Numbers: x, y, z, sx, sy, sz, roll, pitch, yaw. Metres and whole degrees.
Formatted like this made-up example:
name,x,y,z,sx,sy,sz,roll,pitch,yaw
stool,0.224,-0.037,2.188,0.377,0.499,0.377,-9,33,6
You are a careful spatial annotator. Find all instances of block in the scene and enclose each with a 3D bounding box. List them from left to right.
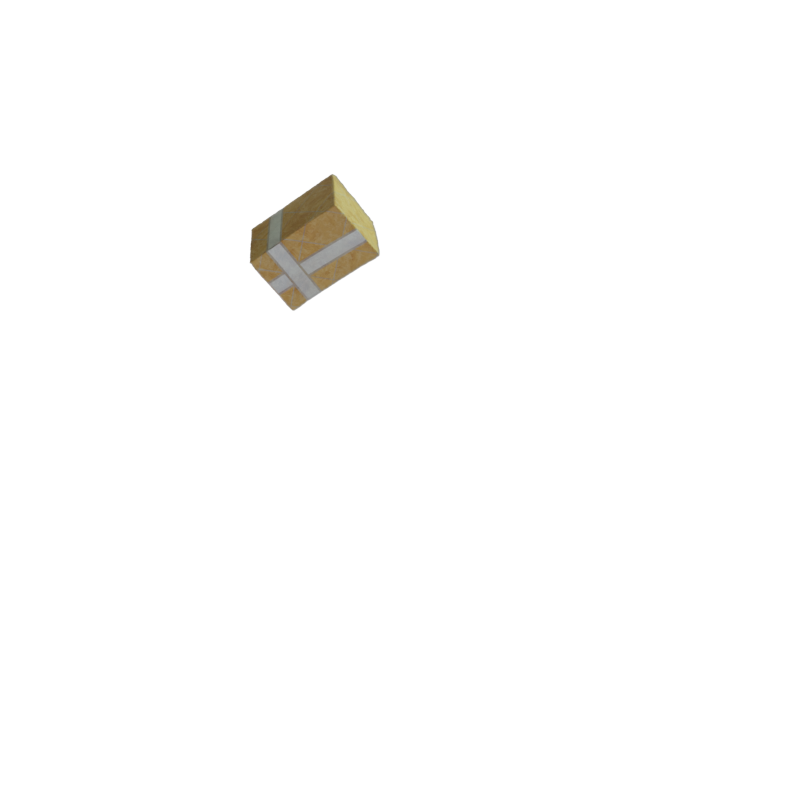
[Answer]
name,x,y,z,sx,sy,sz,roll,pitch,yaw
block,-0.062,-0.113,0.789,0.078,0.050,0.055,-31,30,17
